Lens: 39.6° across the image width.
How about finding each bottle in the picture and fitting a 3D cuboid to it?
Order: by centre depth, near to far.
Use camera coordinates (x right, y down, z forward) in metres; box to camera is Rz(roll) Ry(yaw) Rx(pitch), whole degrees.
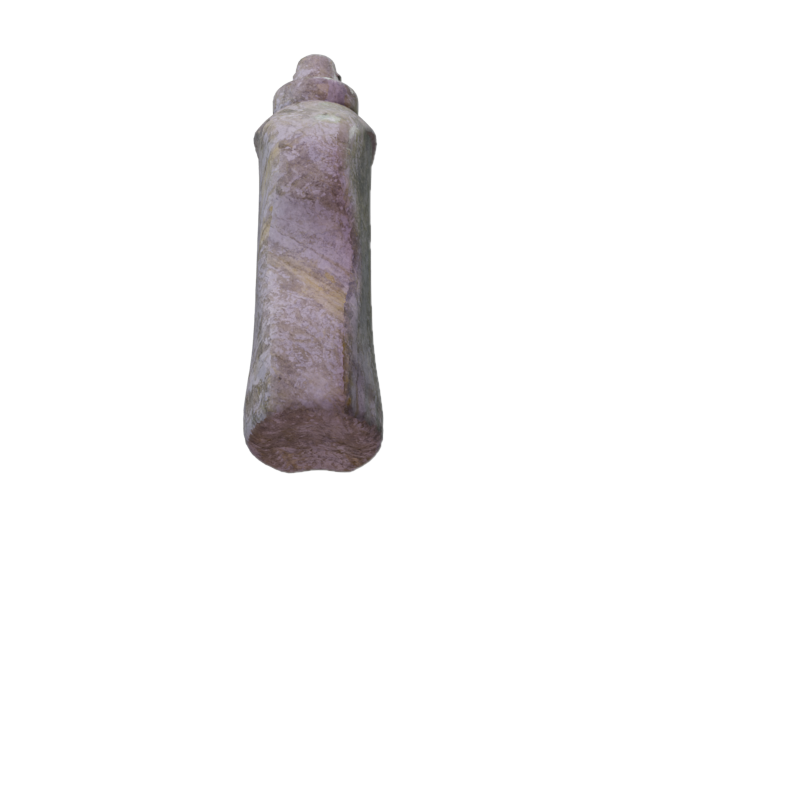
[{"bbox_3d":[-0.038,-0.071,0.497,0.058,0.202,0.091,-2,-23,1],"label":"bottle"}]
